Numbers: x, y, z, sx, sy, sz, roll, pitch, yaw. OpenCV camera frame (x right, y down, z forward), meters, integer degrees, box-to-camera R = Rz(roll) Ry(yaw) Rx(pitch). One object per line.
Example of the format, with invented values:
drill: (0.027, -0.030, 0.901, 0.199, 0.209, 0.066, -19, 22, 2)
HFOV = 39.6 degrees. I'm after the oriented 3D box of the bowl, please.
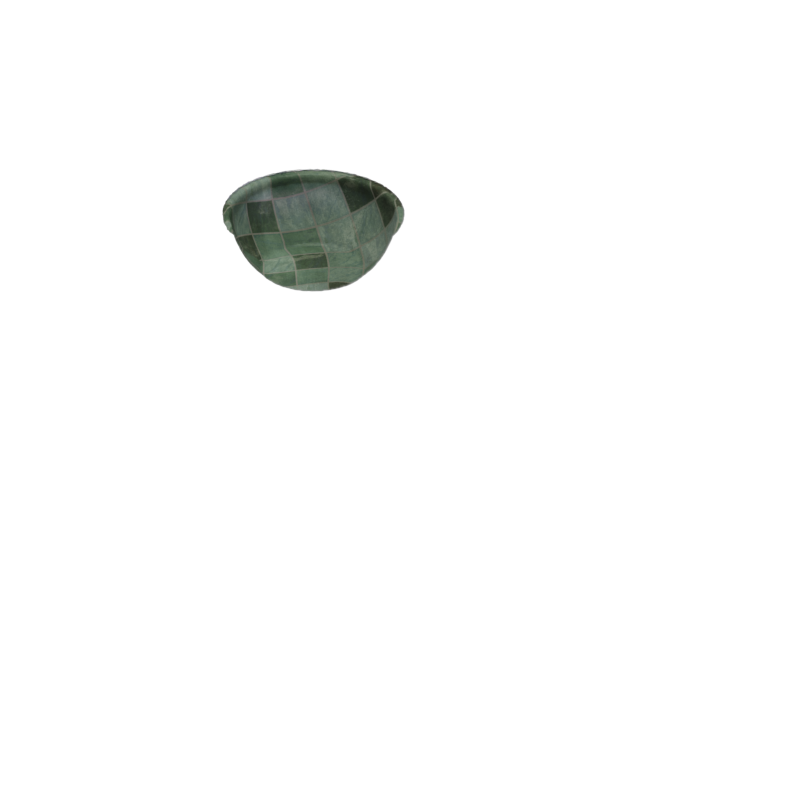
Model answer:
bowl: (-0.076, -0.139, 0.971, 0.162, 0.058, 0.154, 1, -22, -2)
